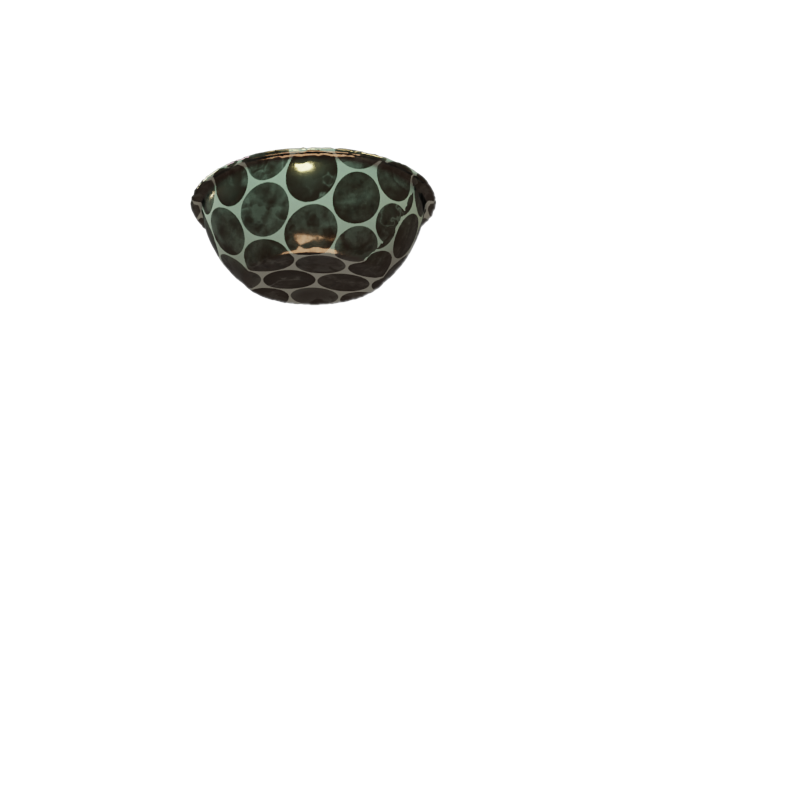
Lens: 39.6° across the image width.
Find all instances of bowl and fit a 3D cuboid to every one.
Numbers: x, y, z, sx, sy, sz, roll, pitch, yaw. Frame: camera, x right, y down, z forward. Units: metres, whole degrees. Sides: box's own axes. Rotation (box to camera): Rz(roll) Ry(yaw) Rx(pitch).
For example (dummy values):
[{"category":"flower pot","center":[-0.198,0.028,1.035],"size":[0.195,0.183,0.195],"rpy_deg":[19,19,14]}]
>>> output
[{"category":"bowl","center":[-0.057,-0.103,0.724],"size":[0.162,0.058,0.155],"rpy_deg":[0,-18,-2]}]
